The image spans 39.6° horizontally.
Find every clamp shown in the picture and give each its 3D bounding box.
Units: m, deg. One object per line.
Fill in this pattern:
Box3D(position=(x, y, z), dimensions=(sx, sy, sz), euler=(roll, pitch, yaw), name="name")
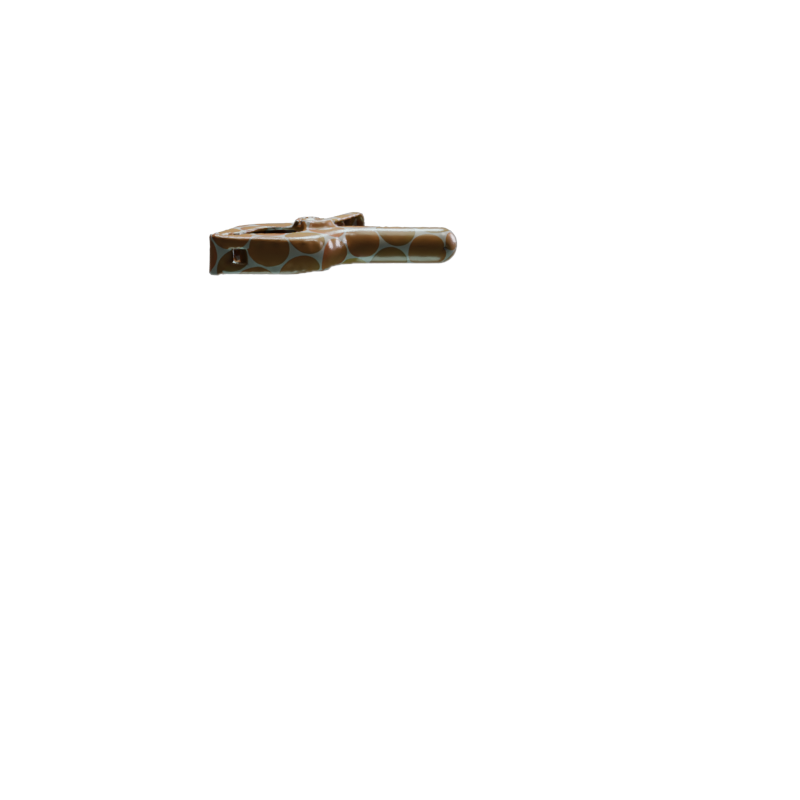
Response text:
Box3D(position=(-0.061, -0.111, 0.776), dimensions=(0.167, 0.039, 0.125), euler=(-5, 11, -27), name="clamp")
